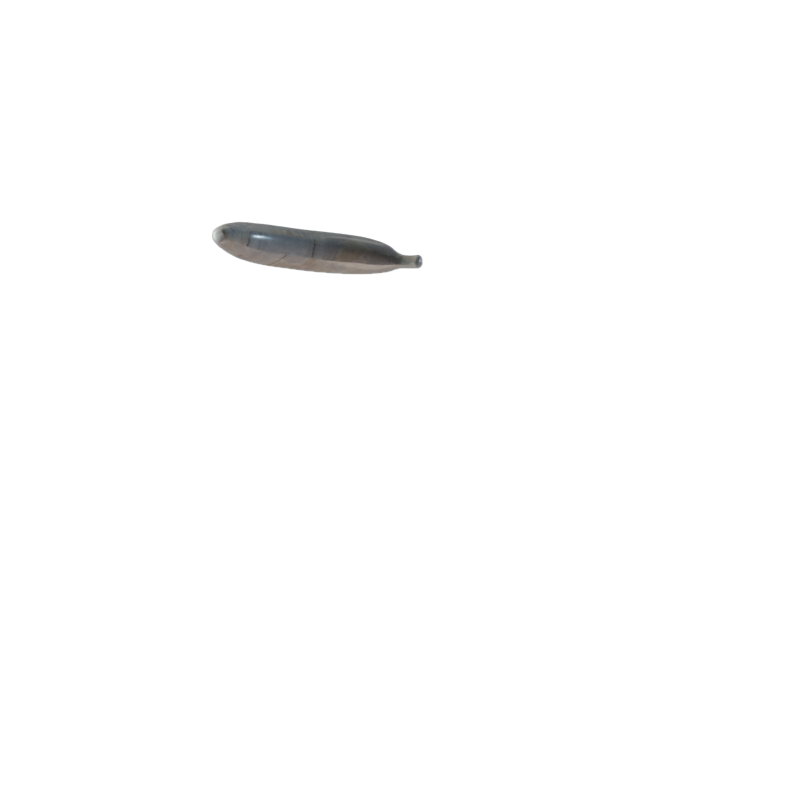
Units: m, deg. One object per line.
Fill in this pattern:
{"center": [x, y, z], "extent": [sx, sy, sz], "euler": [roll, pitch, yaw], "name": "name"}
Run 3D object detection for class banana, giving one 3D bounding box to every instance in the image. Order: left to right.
{"center": [-0.082, -0.138, 1.000], "extent": [0.192, 0.038, 0.070], "euler": [3, -9, -22], "name": "banana"}
